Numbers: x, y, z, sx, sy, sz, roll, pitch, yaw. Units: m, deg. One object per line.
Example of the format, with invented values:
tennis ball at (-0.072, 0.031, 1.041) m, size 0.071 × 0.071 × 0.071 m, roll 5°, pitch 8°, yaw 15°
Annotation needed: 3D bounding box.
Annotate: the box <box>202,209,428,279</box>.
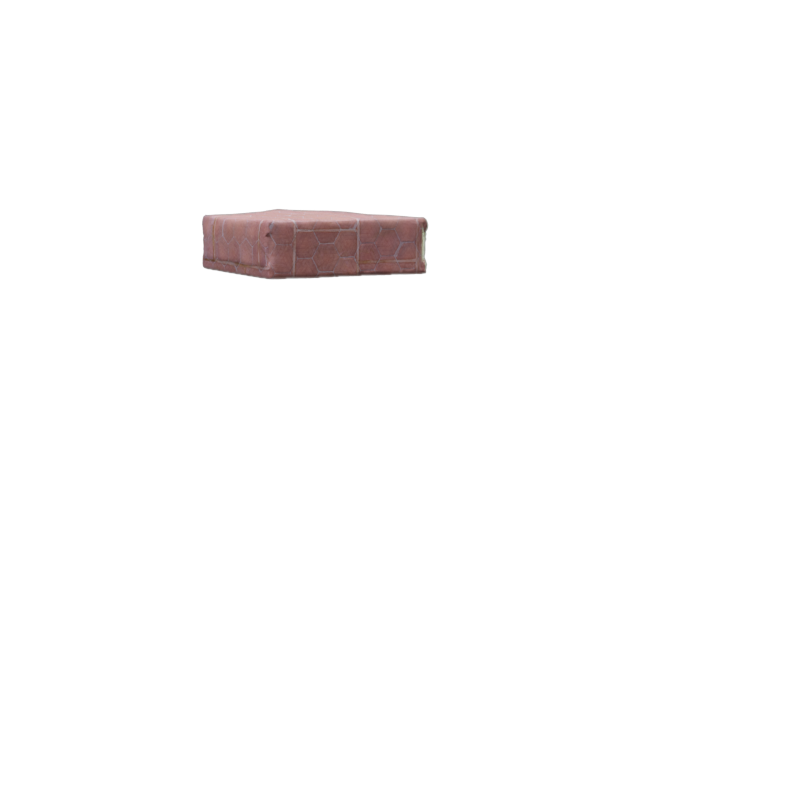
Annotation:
box at (-0.043, -0.078, 0.544) m, size 0.087 × 0.030 × 0.077 m, roll -7°, pitch 13°, yaw -31°
